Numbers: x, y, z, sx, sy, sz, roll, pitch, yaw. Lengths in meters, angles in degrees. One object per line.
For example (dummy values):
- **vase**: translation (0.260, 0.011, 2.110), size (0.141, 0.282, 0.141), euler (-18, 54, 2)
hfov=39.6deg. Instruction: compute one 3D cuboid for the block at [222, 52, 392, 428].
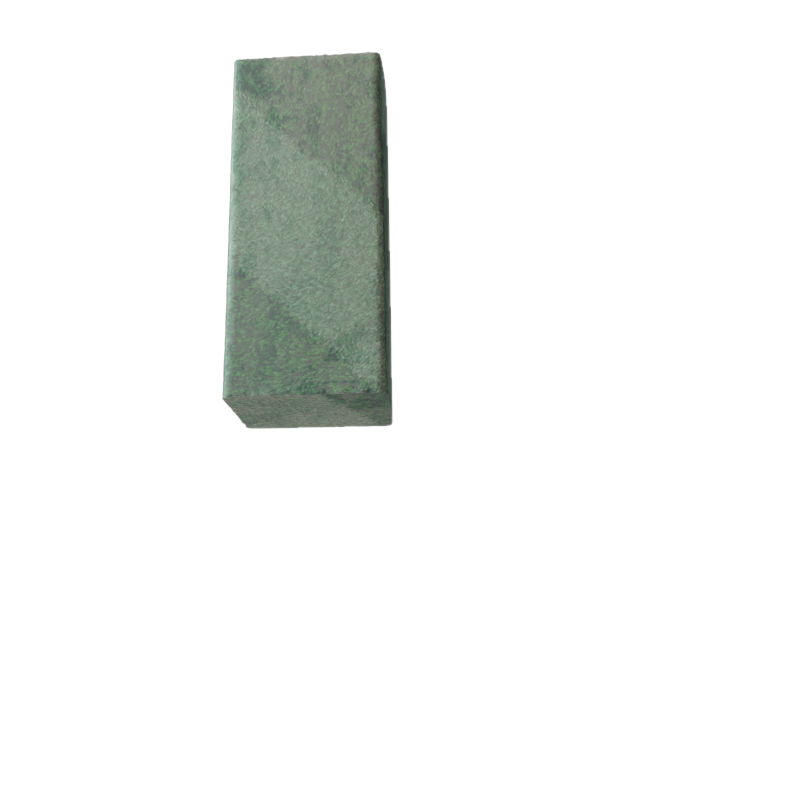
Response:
- **block**: translation (-0.052, -0.094, 0.663), size (0.091, 0.216, 0.086), euler (-2, -19, 3)
